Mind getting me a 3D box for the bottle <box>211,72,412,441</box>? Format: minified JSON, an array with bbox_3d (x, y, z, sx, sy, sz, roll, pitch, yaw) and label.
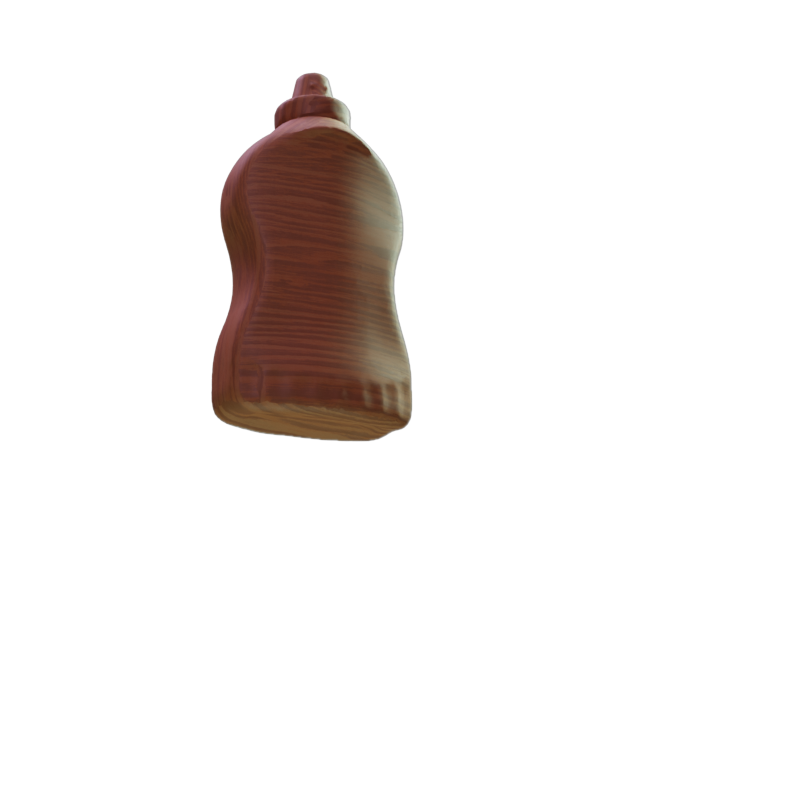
[{"bbox_3d":[-0.044,-0.080,0.562,0.093,0.202,0.057,8,-24,-24],"label":"bottle"}]
